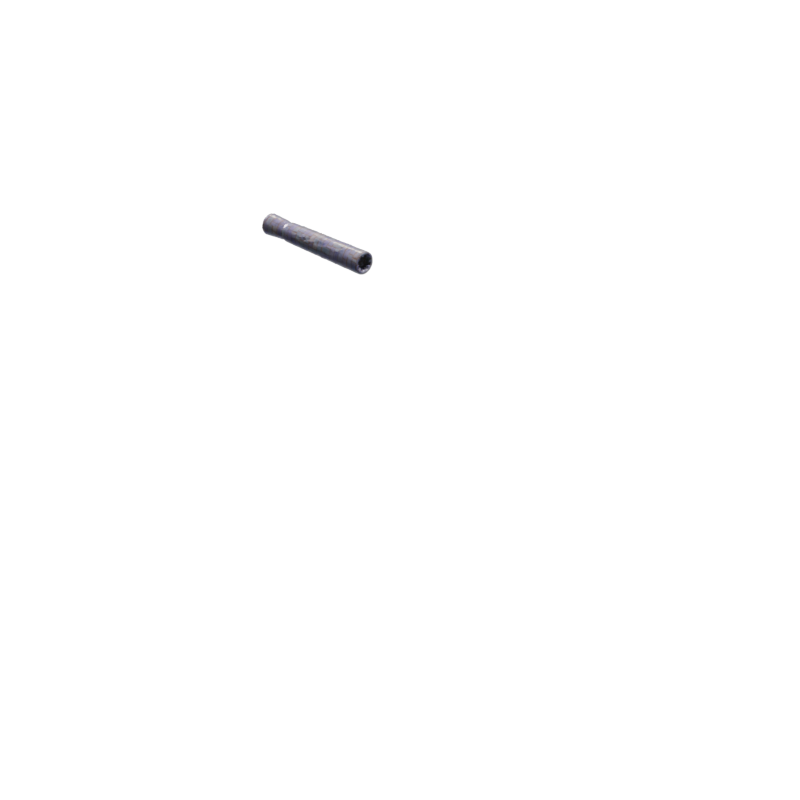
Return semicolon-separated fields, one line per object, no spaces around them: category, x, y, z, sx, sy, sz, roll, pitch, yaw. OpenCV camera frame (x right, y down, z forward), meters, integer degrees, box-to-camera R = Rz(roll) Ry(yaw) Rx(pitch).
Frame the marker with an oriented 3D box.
marker;-0.071;-0.129;0.902;0.019;0.019;0.129;-4;23;-45
